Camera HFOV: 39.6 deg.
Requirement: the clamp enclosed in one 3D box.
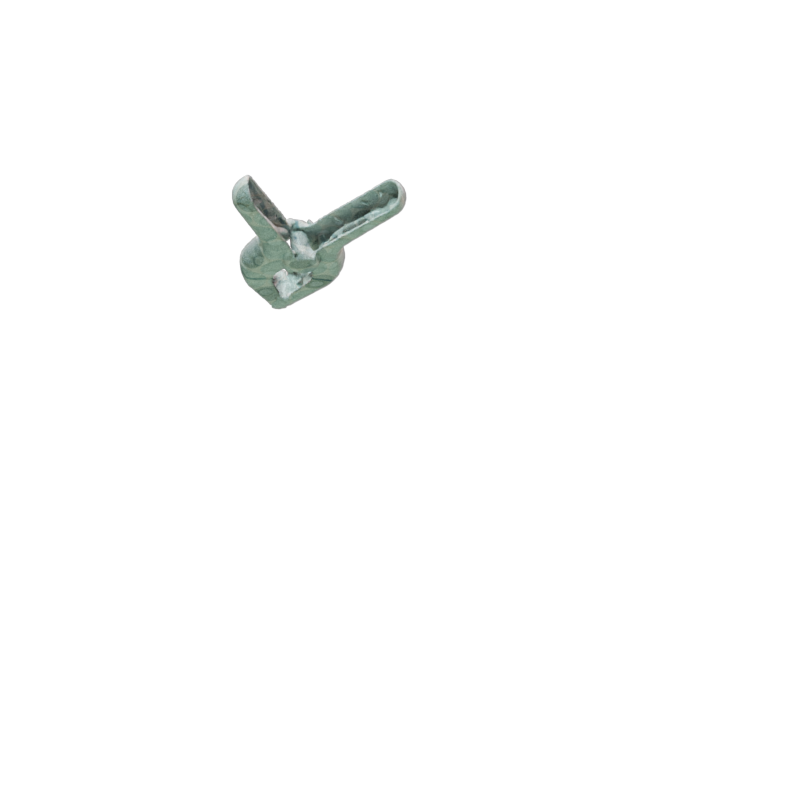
[{"bbox_3d":[-0.064,-0.116,0.811,0.119,0.041,0.164,2,-20,-7],"label":"clamp"}]
